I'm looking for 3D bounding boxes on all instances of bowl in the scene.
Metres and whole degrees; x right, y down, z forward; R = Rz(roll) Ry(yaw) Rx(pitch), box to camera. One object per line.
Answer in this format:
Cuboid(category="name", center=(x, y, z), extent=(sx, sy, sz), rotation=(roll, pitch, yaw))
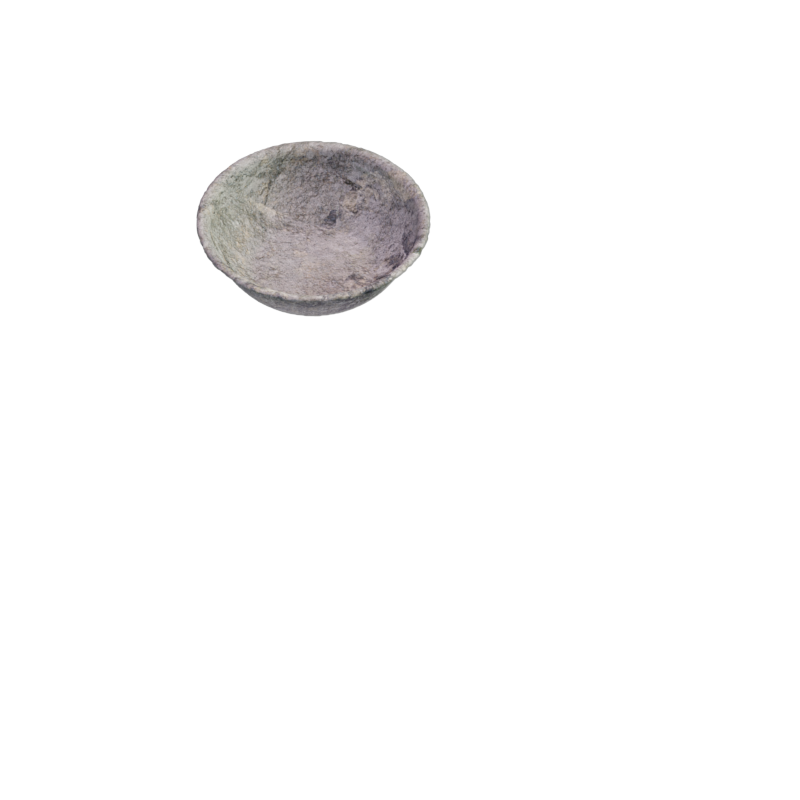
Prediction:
Cuboid(category="bowl", center=(-0.061, -0.112, 0.783), extent=(0.162, 0.174, 0.051), rotation=(-1, -42, -1))
